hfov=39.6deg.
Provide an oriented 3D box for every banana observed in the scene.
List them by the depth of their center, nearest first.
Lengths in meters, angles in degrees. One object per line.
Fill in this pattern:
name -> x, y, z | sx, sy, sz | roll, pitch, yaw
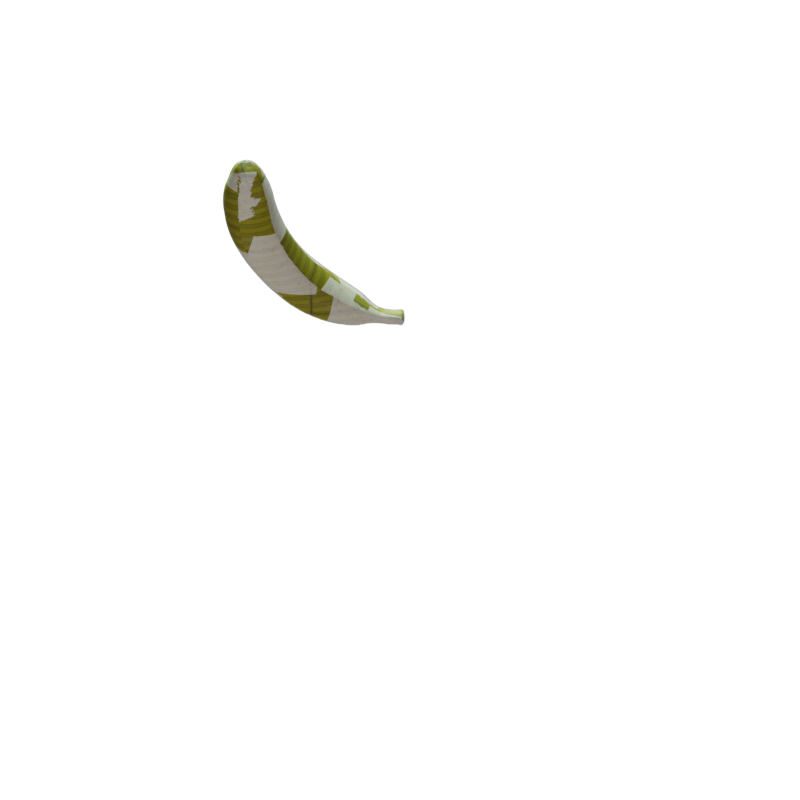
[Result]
banana -> -0.074, -0.102, 0.777 | 0.070, 0.039, 0.183 | -21, -39, 27
